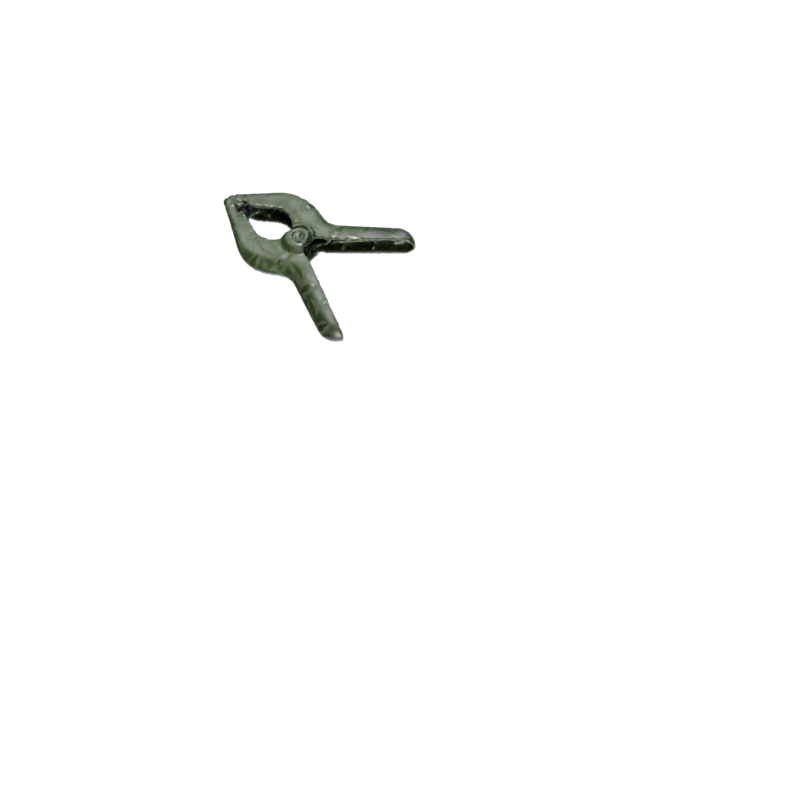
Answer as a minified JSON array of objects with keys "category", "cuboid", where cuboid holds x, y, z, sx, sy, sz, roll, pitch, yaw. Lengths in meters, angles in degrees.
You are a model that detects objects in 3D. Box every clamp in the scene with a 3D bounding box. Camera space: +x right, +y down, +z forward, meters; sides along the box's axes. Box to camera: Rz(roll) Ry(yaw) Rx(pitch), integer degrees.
[{"category":"clamp","cuboid":[-0.076,-0.138,0.966,0.181,0.121,0.037,40,-25,22]}]
